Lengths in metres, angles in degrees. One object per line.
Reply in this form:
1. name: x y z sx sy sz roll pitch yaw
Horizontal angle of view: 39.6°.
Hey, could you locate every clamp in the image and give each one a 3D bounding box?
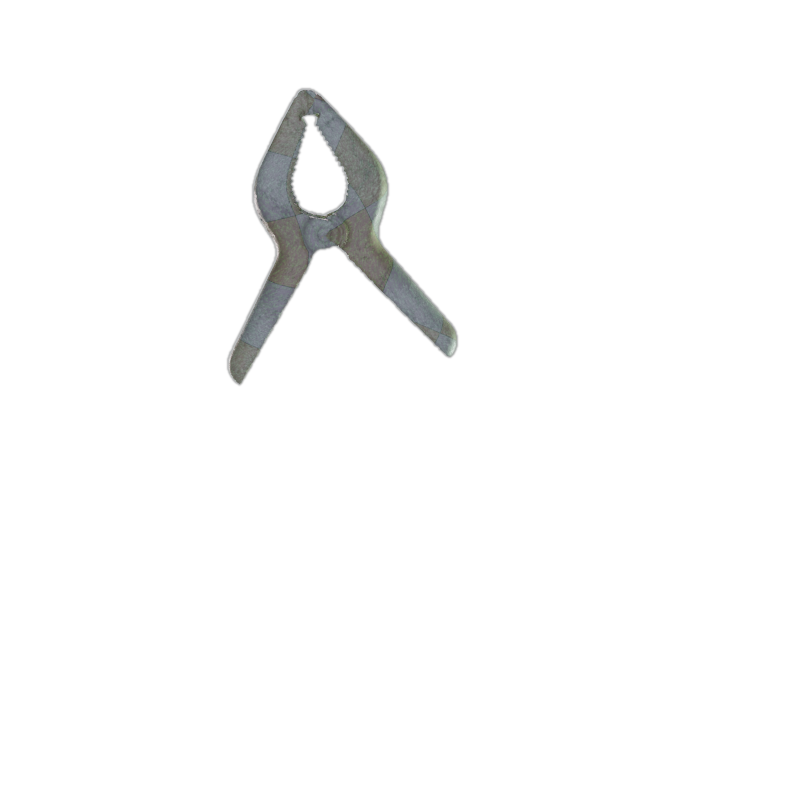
1. clamp: -0.061 -0.112 0.785 0.165 0.206 0.037 -14 7 2
